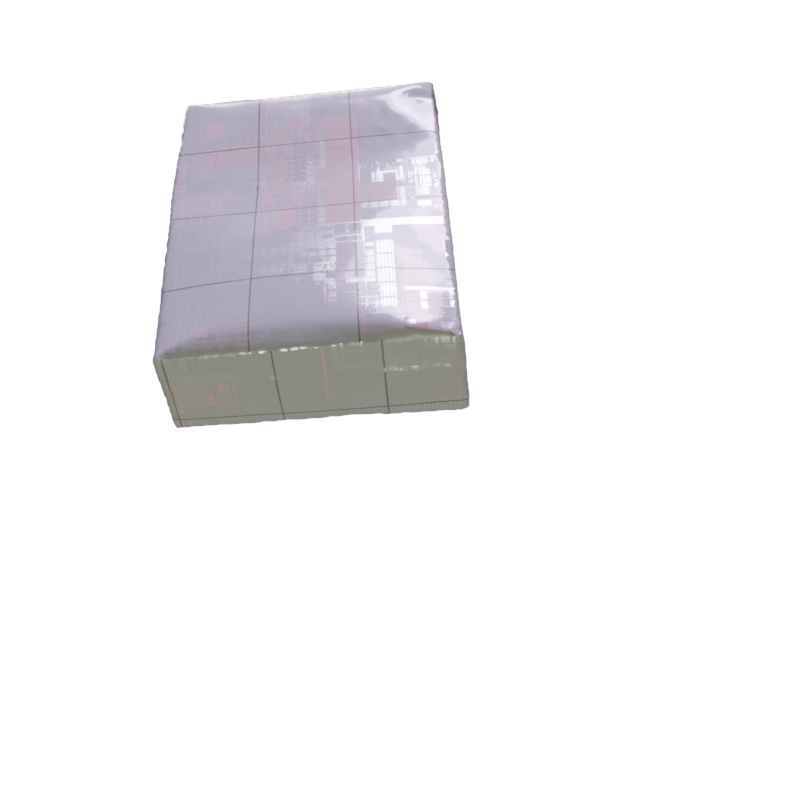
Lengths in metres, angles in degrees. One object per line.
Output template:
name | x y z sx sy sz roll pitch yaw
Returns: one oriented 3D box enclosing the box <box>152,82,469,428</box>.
box | -0.051 -0.094 0.655 0.165 0.229 0.066 -5 -40 3
